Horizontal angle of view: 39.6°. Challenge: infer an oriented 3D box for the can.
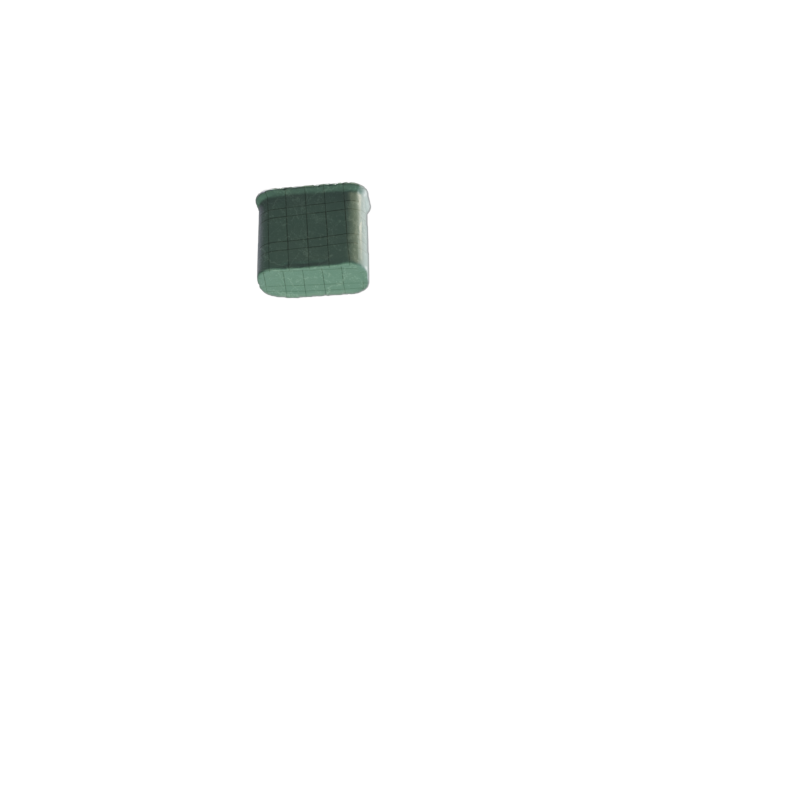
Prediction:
[{"bbox_3d":[-0.076,-0.139,0.976,0.103,0.089,0.054,-4,-29,6],"label":"can"}]
